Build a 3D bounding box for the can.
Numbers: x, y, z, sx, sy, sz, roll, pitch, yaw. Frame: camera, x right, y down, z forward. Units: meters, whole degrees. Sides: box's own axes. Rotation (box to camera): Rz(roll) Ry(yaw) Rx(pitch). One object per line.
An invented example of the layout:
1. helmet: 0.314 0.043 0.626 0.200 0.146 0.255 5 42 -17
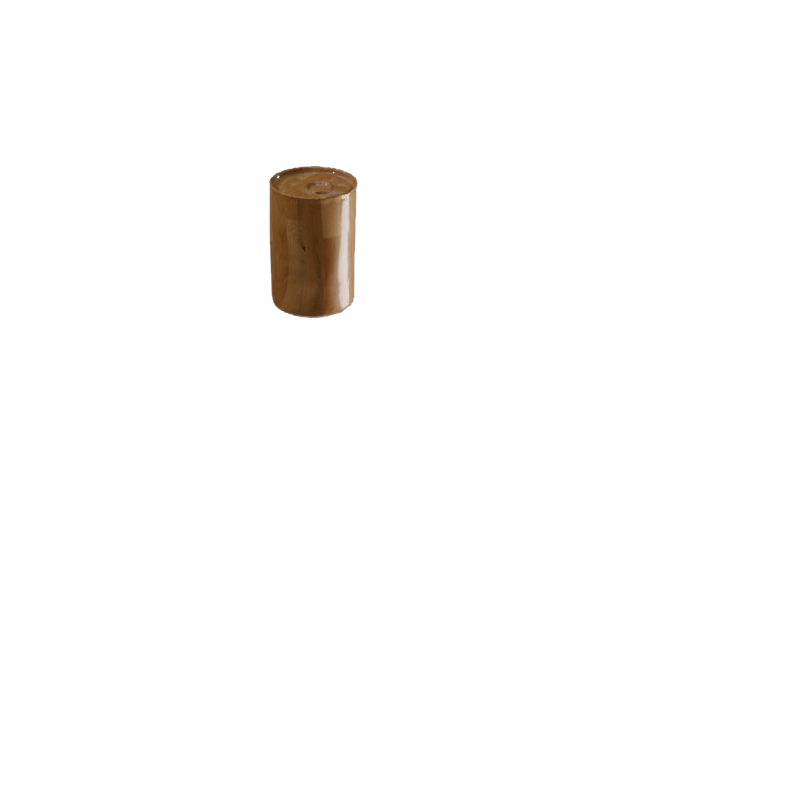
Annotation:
1. can: -0.068 -0.124 0.869 0.068 0.097 0.072 0 27 -2
